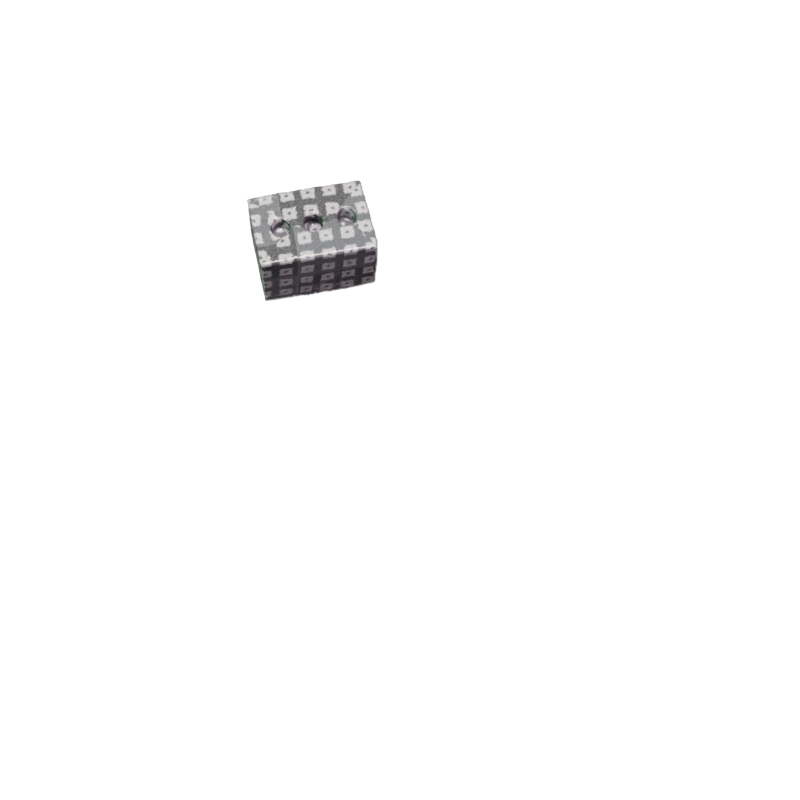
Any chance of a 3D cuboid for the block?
[{"bbox_3d":[-0.057,-0.104,0.731,0.077,0.056,0.048,-11,-26,-7],"label":"block"}]
